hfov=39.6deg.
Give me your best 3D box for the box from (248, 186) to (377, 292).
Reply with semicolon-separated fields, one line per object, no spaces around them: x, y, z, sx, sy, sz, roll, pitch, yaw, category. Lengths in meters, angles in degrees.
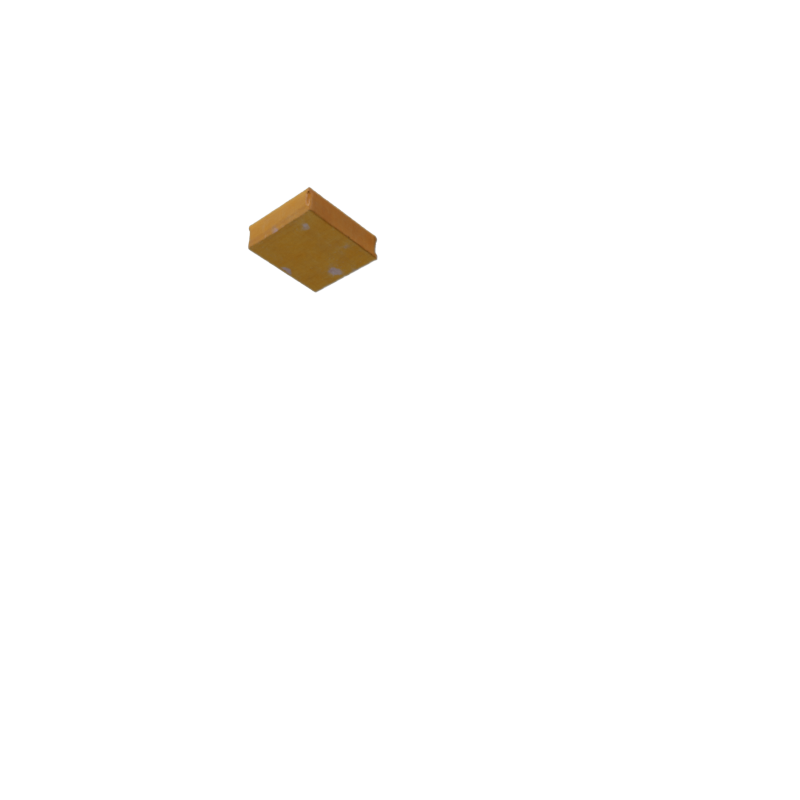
-0.075;-0.136;0.955;0.073;0.032;0.083;-28;-44;33;box
